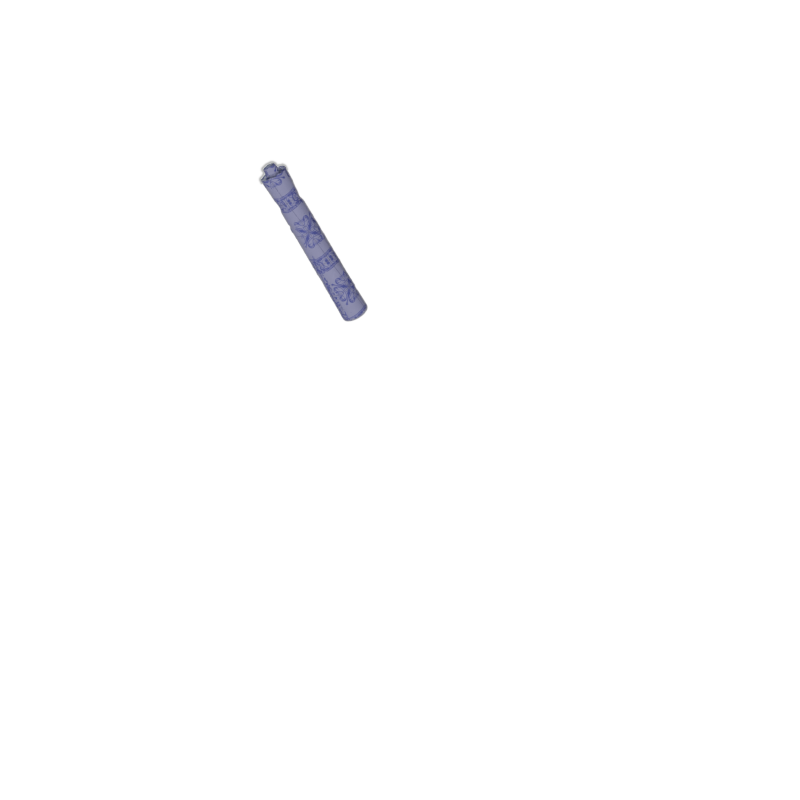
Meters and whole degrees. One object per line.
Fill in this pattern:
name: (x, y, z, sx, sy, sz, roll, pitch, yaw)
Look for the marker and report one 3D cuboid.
marker: (-0.057, -0.104, 0.730, 0.020, 0.114, 0.021, -26, 23, 11)
